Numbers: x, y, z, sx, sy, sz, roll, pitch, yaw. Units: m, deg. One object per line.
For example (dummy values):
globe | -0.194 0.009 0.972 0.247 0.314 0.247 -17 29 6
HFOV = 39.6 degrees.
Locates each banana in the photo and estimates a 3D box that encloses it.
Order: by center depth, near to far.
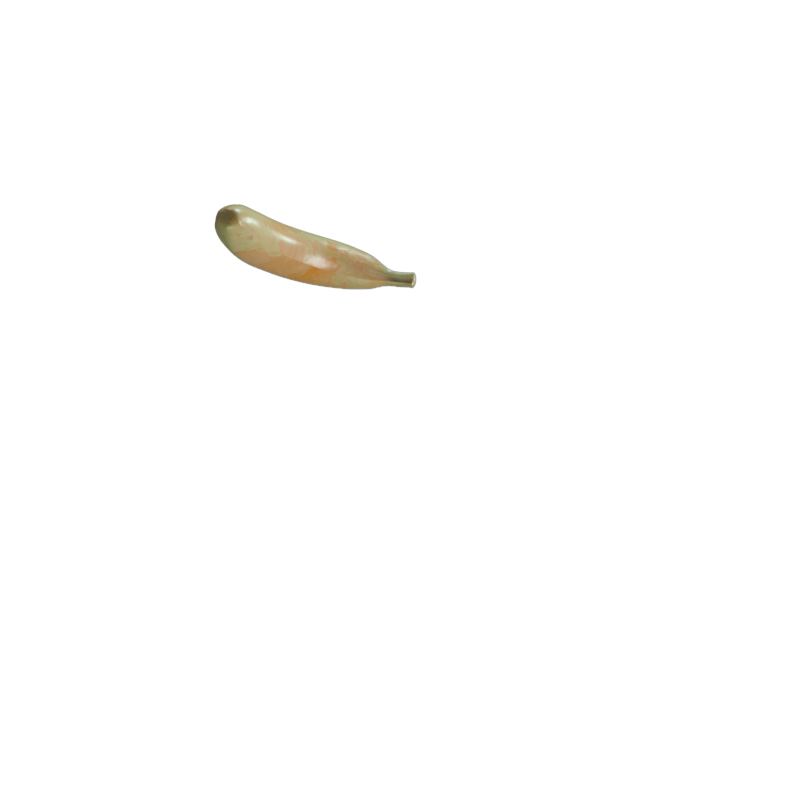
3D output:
banana | -0.074 -0.112 0.814 0.071 0.038 0.187 -10 -14 42
